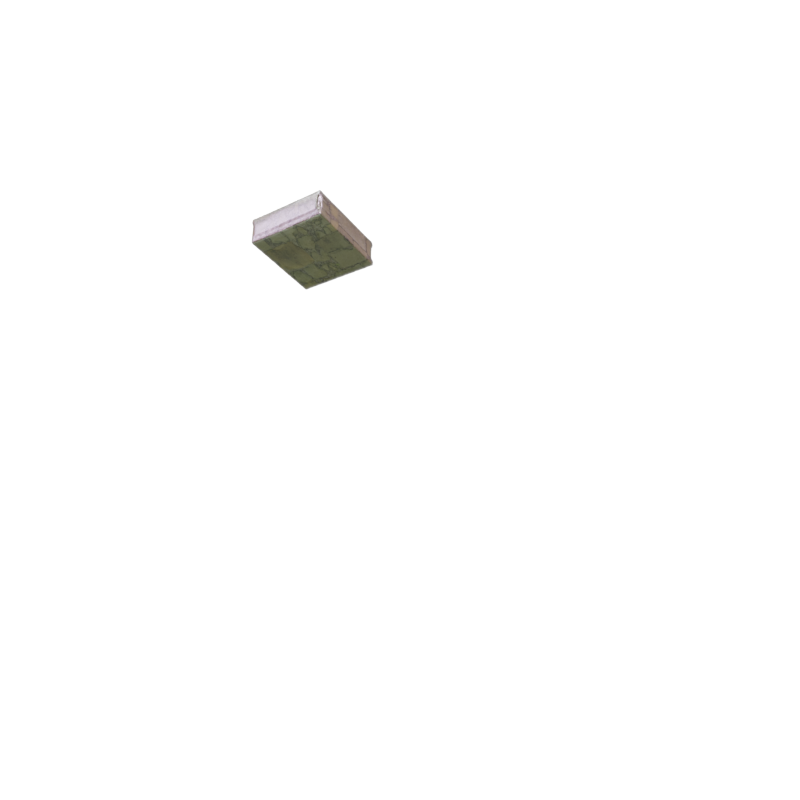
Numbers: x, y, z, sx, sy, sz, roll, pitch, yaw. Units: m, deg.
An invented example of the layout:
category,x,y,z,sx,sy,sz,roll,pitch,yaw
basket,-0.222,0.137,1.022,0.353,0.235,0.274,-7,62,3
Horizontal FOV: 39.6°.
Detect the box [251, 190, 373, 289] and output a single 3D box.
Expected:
category,x,y,z,sx,sy,sz,roll,pitch,yaw
box,-0.077,-0.141,0.987,0.074,0.032,0.083,-20,-38,27
